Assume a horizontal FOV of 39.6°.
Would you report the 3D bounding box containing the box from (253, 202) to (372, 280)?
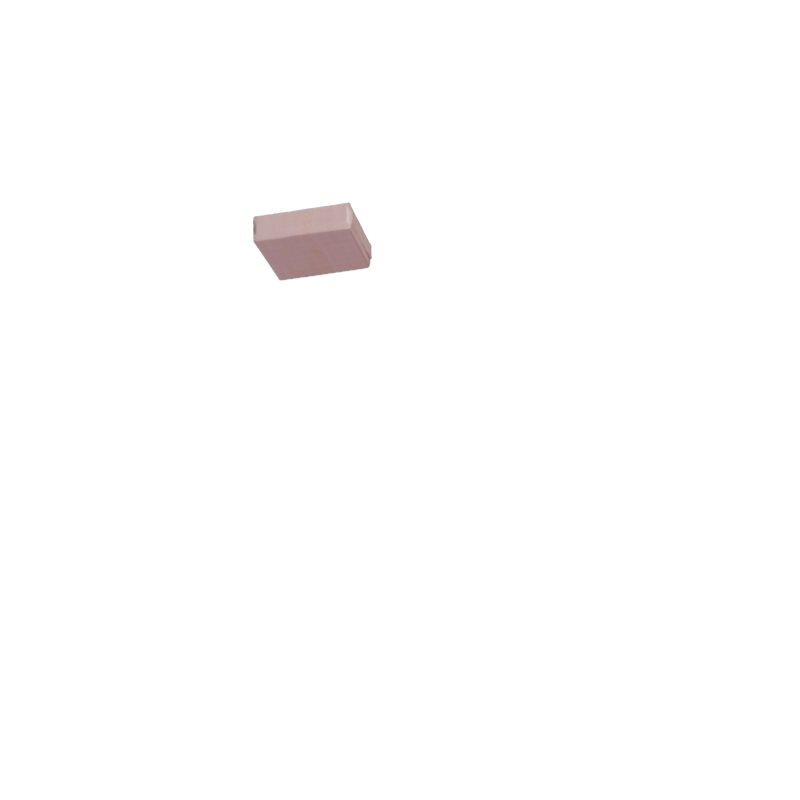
[{"bbox_3d":[-0.076,-0.139,0.977,0.090,0.032,0.068,-7,-25,14],"label":"box"}]
